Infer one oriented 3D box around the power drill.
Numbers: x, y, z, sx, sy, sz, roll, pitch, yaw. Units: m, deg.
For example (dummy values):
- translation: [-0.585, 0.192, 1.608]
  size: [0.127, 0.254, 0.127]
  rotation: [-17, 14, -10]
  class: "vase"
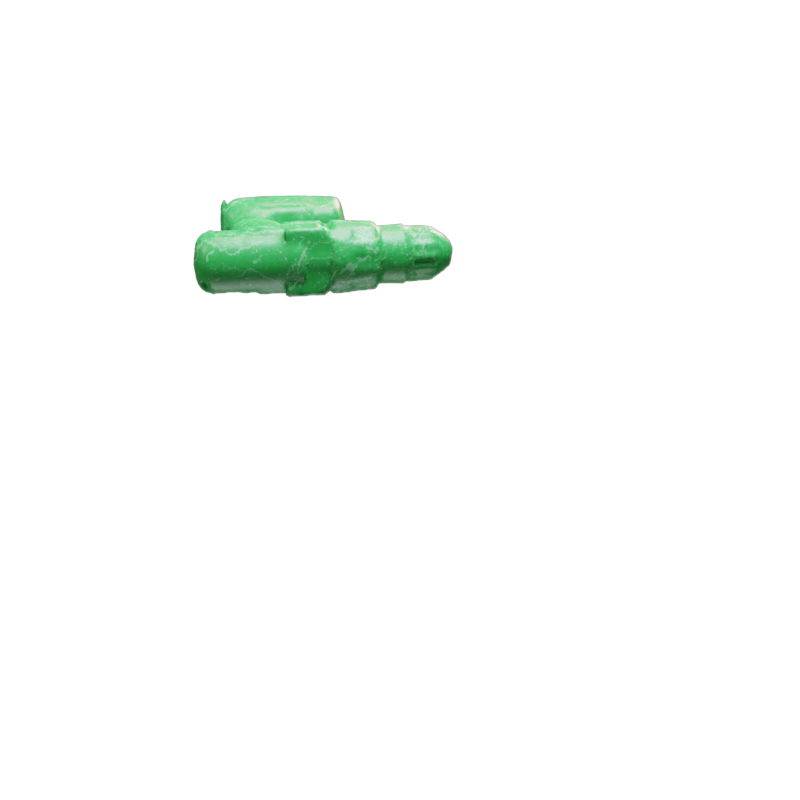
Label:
- translation: [-0.067, -0.122, 0.855]
  size: [0.183, 0.056, 0.194]
  rotation: [-2, 14, -8]
  class: "power drill"
